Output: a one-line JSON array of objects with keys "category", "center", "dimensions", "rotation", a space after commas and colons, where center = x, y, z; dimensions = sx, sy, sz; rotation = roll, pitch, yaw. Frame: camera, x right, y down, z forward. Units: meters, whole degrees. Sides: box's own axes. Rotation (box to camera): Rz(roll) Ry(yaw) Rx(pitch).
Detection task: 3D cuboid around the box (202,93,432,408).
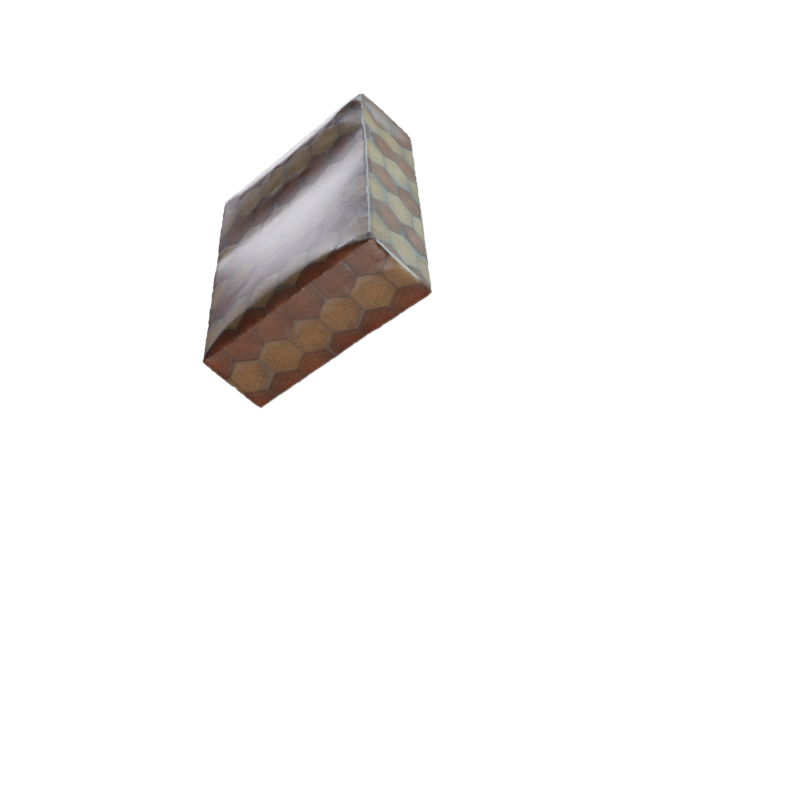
[{"category": "box", "center": [-0.067, -0.122, 0.855], "dimensions": [0.163, 0.229, 0.067], "rotation": [-34, -56, 23]}]
